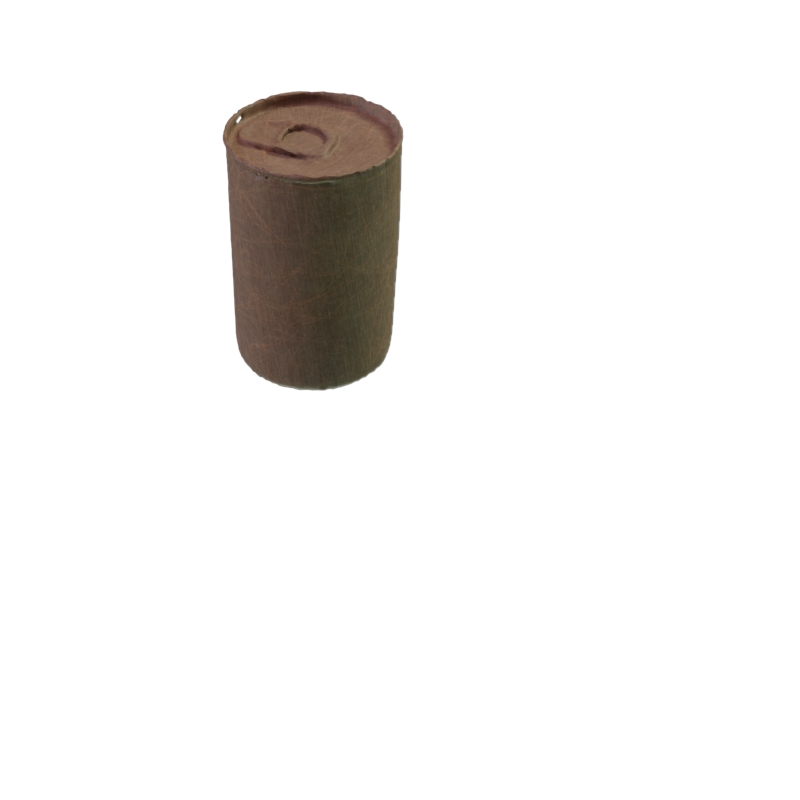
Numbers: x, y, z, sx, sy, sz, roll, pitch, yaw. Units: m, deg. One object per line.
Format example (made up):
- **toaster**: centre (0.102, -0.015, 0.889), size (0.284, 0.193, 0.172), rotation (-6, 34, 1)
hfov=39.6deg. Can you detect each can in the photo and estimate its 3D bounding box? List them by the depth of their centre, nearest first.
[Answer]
- **can**: centre (-0.035, -0.063, 0.444), size (0.068, 0.095, 0.073), rotation (0, 38, -3)
